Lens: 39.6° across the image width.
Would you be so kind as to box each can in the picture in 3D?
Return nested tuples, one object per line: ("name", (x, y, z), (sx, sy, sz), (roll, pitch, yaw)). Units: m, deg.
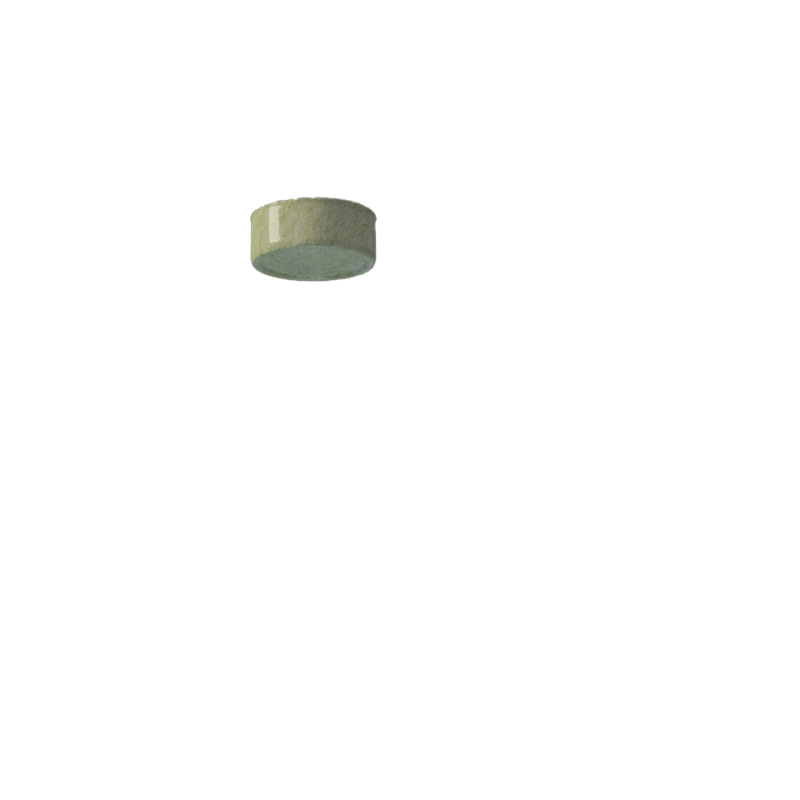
("can", (-0.058, -0.106, 0.745), (0.086, 0.035, 0.083), (0, -11, -2))
